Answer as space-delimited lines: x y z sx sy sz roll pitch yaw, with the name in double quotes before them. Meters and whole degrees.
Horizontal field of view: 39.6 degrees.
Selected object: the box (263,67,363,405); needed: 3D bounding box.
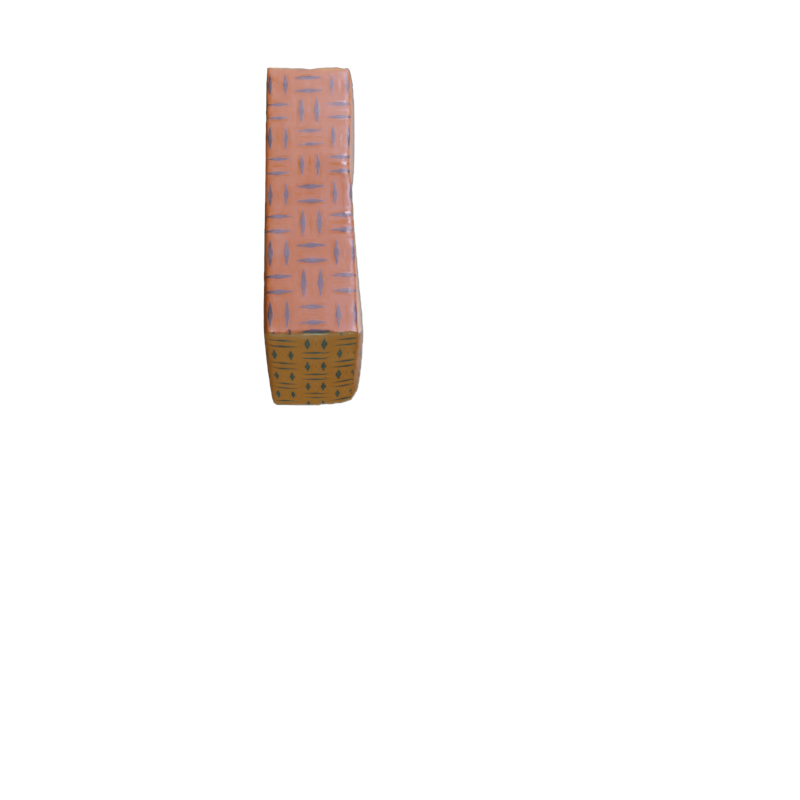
"box" -0.066 -0.121 0.848 0.072 0.225 0.156 0 -22 -3
